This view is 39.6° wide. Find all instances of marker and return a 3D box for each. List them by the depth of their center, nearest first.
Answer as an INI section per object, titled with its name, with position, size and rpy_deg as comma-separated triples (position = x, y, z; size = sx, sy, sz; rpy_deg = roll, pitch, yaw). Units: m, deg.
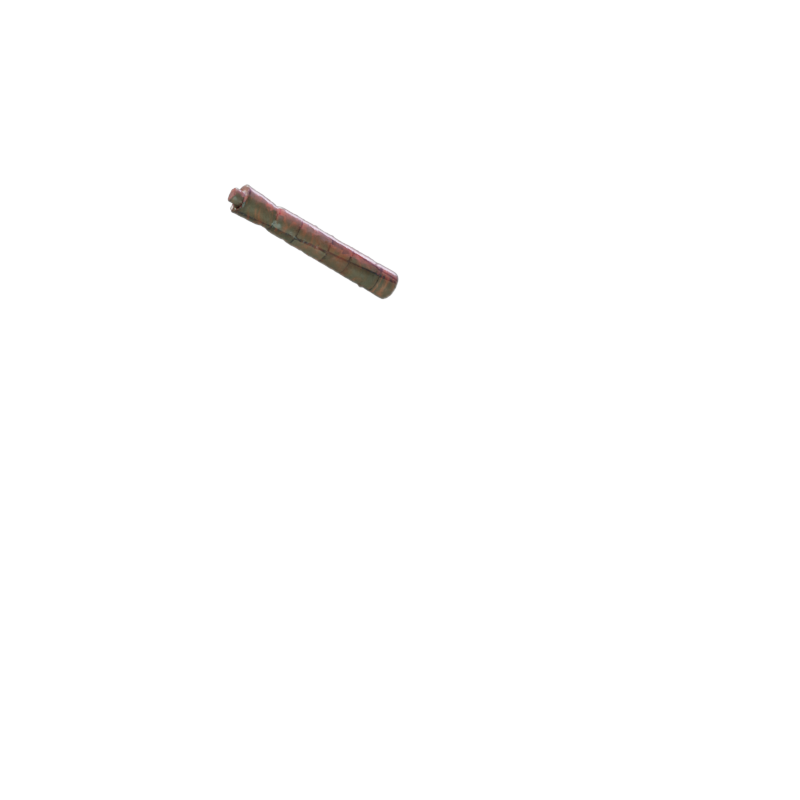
[marker]
position = -0.052, -0.095, 0.668
size = 0.115, 0.020, 0.020
rpy_deg = 28, -10, -26
